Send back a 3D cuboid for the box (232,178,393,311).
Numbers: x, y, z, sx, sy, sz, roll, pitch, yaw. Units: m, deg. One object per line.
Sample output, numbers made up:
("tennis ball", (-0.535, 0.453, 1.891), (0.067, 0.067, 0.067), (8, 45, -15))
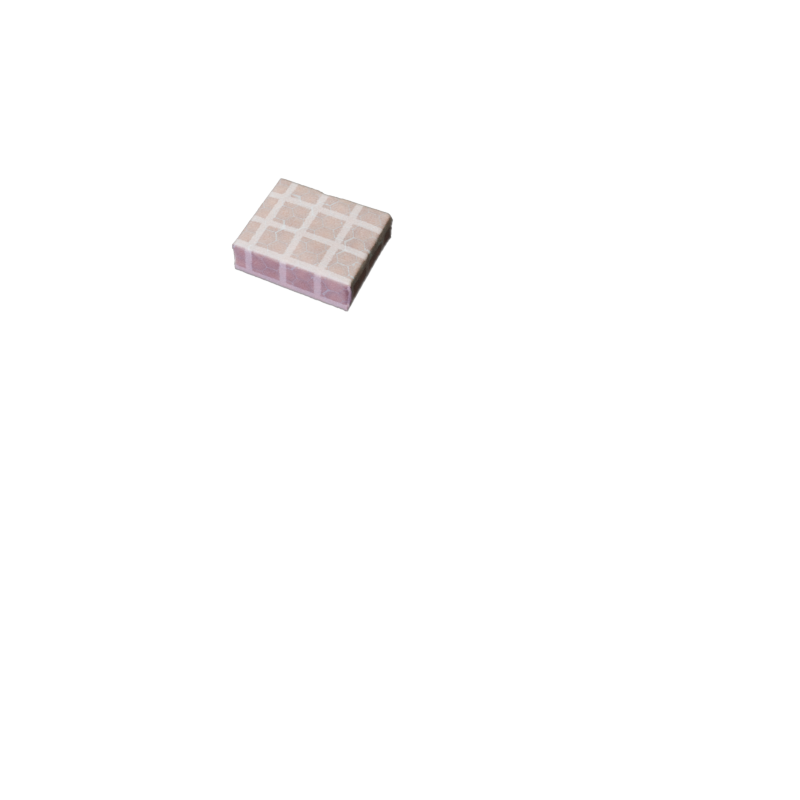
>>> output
("box", (-0.060, -0.109, 0.764), (0.092, 0.076, 0.028), (20, -37, 15))
